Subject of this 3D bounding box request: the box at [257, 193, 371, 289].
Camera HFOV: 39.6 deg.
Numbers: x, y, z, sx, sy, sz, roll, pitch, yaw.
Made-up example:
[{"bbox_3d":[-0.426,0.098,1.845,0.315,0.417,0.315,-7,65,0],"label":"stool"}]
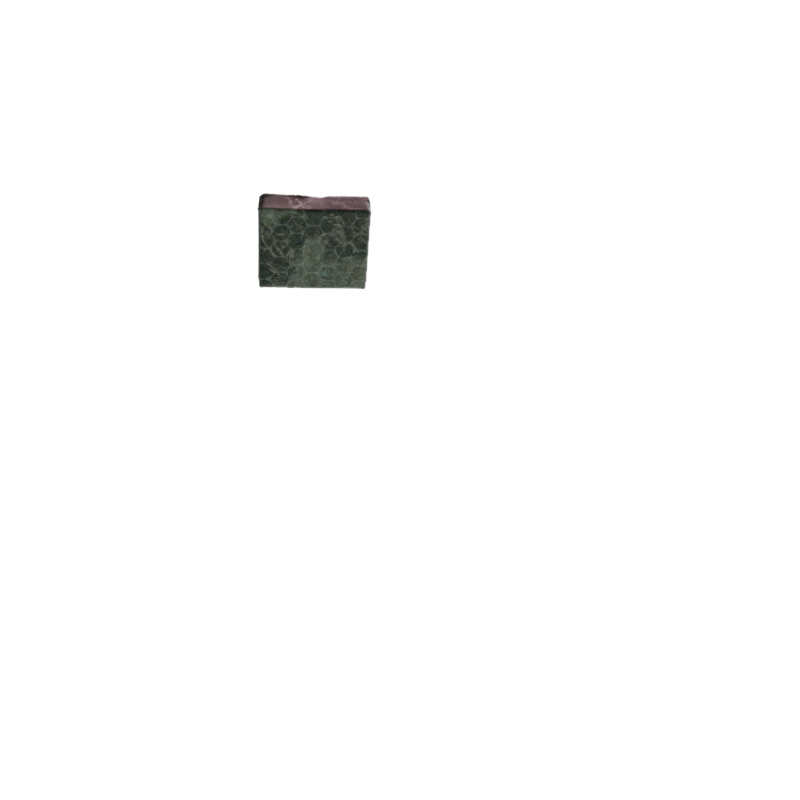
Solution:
[{"bbox_3d":[-0.070,-0.128,0.893,0.089,0.069,0.032,2,34,-2],"label":"box"}]
